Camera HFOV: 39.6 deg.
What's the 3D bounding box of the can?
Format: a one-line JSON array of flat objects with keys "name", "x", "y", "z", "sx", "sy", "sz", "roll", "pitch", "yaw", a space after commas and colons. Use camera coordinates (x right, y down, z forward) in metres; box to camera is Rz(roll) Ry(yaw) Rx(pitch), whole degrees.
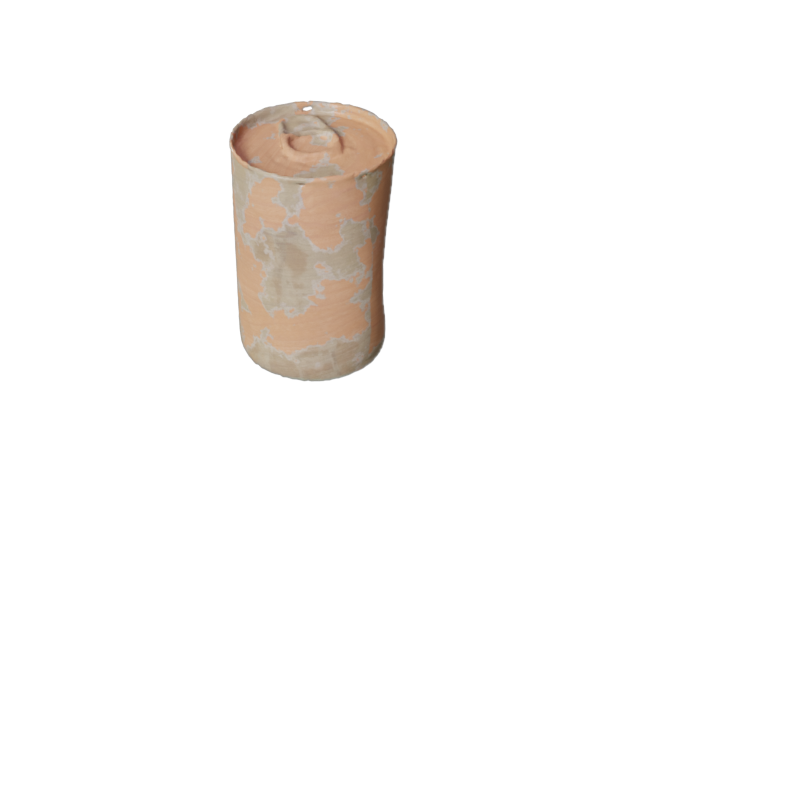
[{"name": "can", "x": -0.037, "y": -0.068, "z": 0.475, "sx": 0.068, "sy": 0.096, "sz": 0.073, "roll": 0, "pitch": 37, "yaw": -3}]
